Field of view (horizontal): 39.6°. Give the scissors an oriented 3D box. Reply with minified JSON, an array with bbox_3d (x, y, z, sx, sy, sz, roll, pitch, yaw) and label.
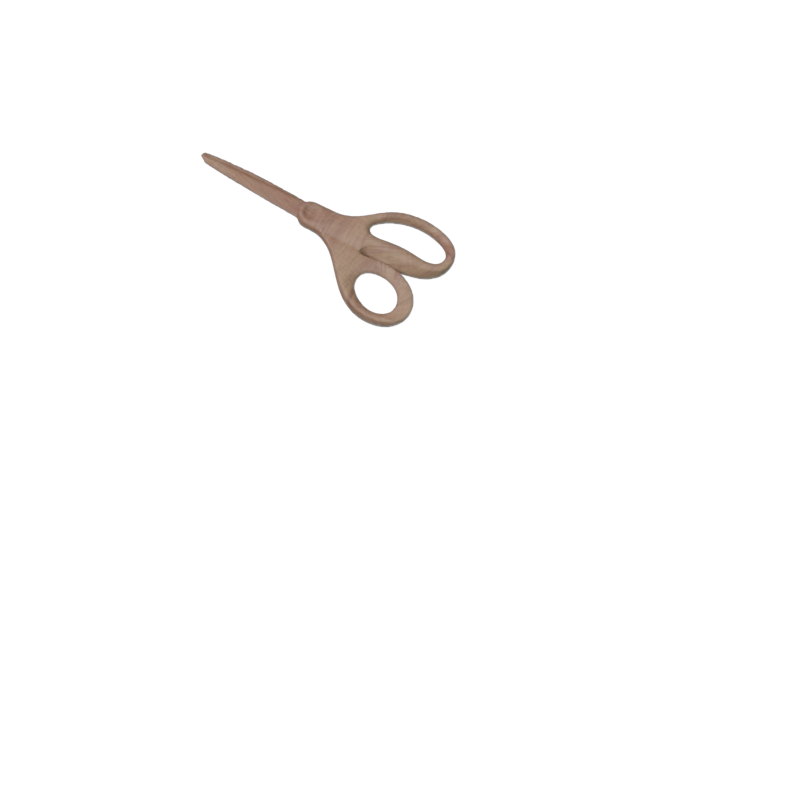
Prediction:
[{"bbox_3d":[-0.063,-0.114,0.799,0.204,0.100,0.015,15,-23,7],"label":"scissors"}]
